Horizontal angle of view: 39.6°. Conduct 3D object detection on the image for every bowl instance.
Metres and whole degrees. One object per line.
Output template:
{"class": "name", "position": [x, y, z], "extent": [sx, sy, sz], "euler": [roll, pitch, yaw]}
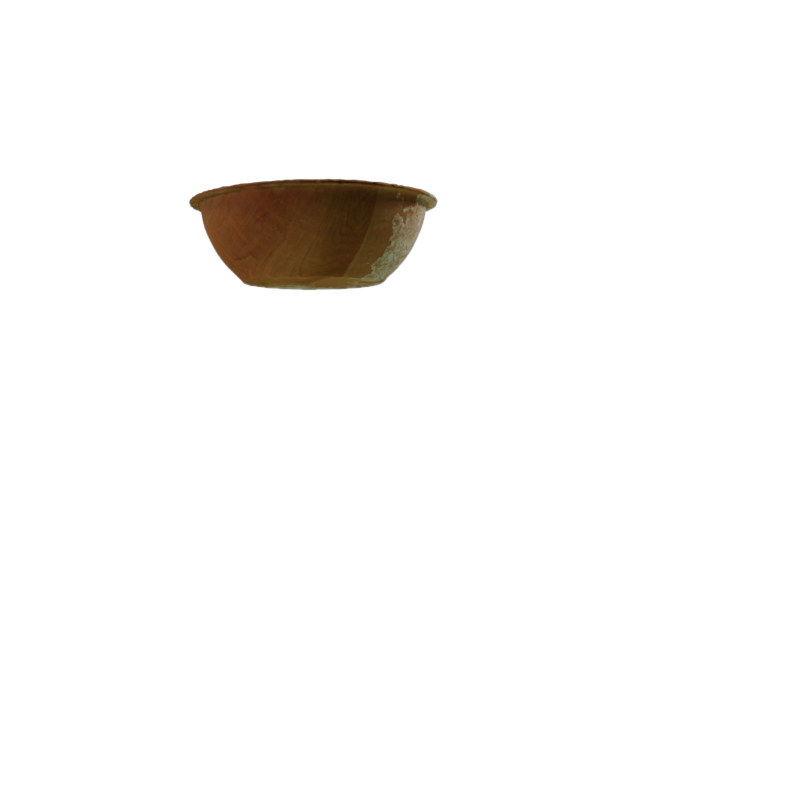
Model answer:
{"class": "bowl", "position": [-0.056, -0.103, 0.721], "extent": [0.162, 0.056, 0.161], "euler": [0, -1, -2]}
